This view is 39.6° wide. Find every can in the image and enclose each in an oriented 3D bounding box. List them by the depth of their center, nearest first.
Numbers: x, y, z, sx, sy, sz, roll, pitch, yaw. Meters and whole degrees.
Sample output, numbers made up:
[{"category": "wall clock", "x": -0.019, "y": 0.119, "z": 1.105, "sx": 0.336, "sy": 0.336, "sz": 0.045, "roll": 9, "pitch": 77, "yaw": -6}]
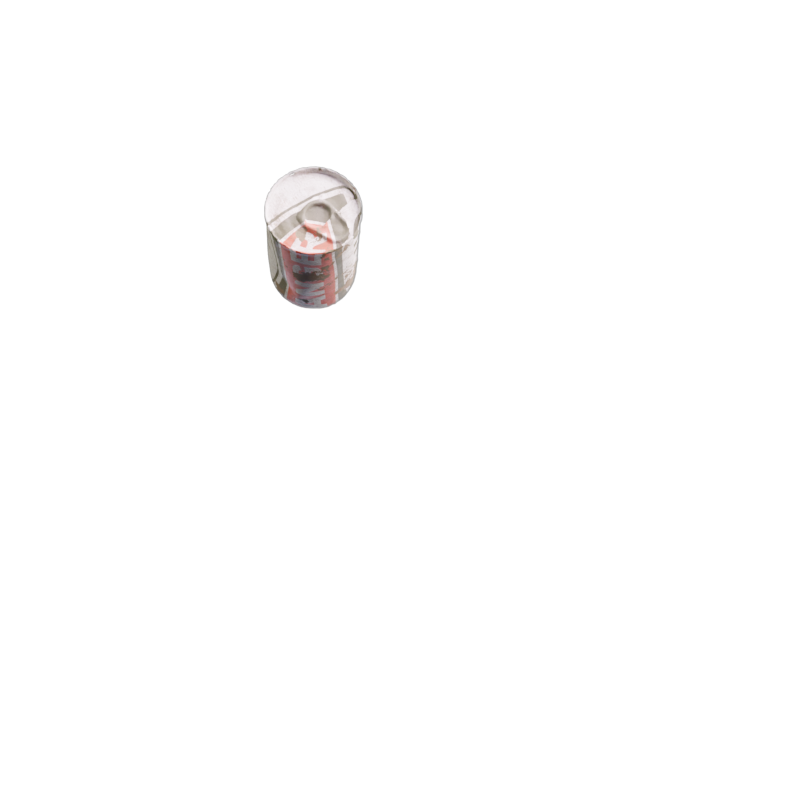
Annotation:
[{"category": "can", "x": -0.063, "y": -0.115, "z": 0.804, "sx": 0.068, "sy": 0.072, "sz": 0.097, "roll": 0, "pitch": -21, "yaw": -3}]
